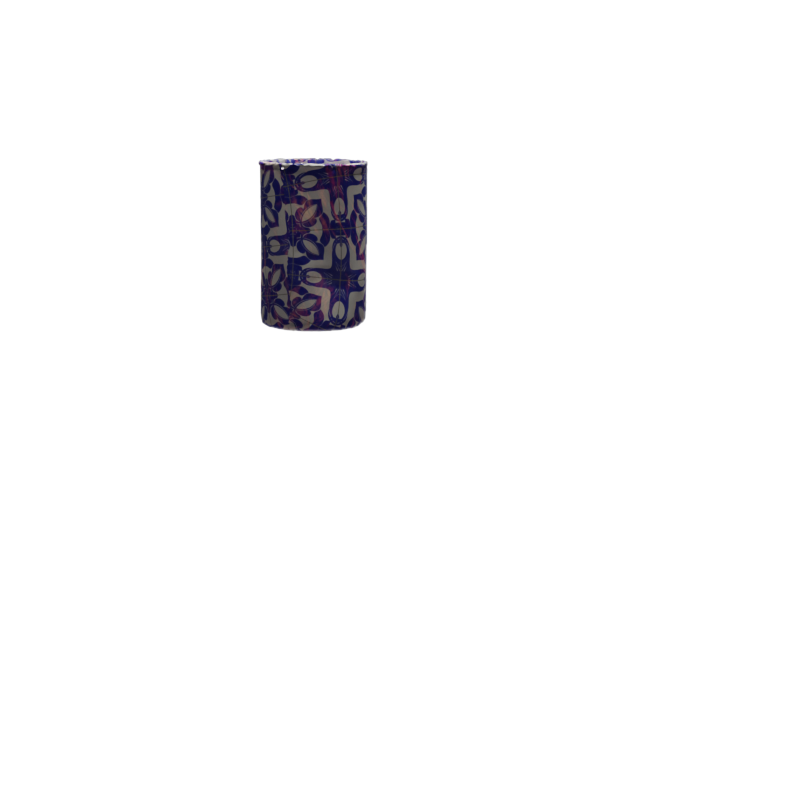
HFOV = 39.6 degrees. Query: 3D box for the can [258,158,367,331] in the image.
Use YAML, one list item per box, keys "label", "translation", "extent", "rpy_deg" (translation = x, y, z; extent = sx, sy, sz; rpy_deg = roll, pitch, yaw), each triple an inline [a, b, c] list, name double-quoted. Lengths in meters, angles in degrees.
- label: "can"
  translation: [-0.054, -0.099, 0.695]
  extent: [0.068, 0.100, 0.070]
  rpy_deg: [0, 10, -2]
